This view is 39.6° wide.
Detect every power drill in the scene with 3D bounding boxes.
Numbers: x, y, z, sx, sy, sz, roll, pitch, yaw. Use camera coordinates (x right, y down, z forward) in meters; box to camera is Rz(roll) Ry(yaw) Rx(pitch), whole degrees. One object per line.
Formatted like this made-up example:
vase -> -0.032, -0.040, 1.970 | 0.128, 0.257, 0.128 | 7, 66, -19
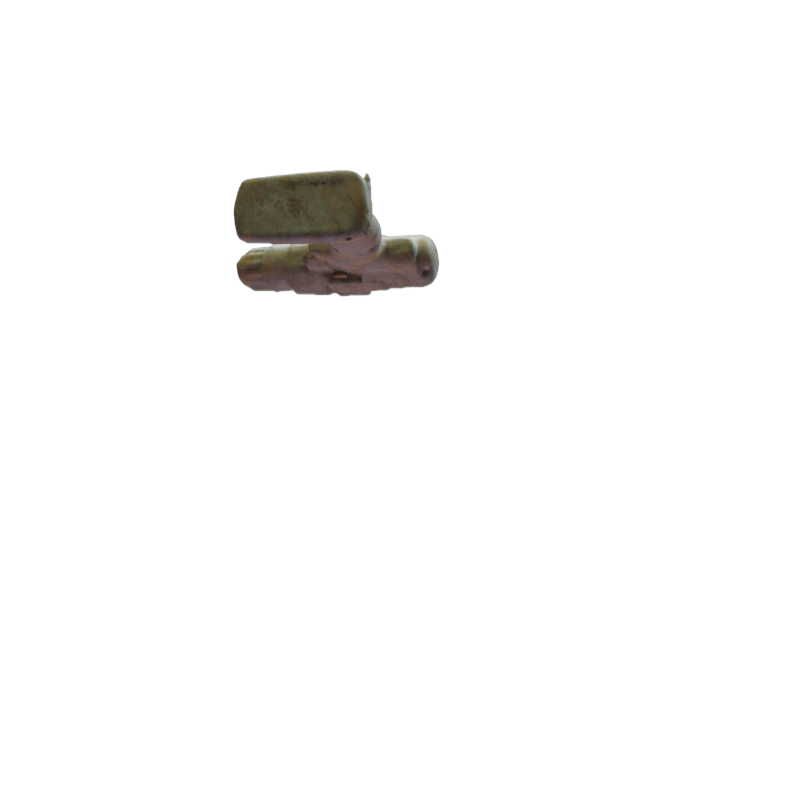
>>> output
power drill -> -0.072, -0.132, 0.926 | 0.187, 0.059, 0.179 | -3, -10, 14
